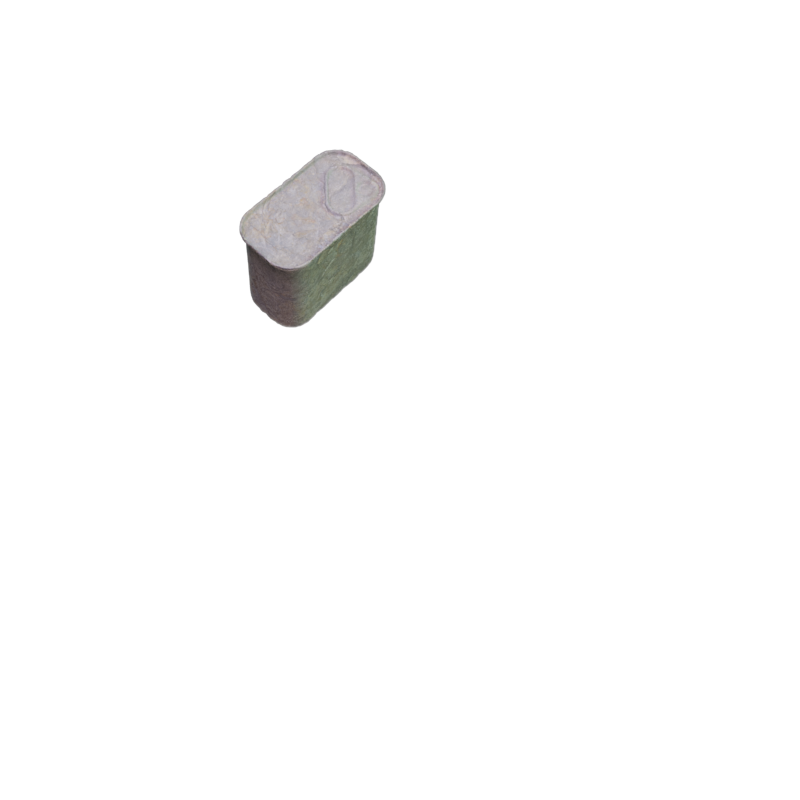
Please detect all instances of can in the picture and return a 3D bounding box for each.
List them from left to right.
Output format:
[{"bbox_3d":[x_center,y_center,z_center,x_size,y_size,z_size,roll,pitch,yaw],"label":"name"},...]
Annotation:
[{"bbox_3d":[-0.060,-0.109,0.763,0.060,0.103,0.079,39,-24,17],"label":"can"}]
